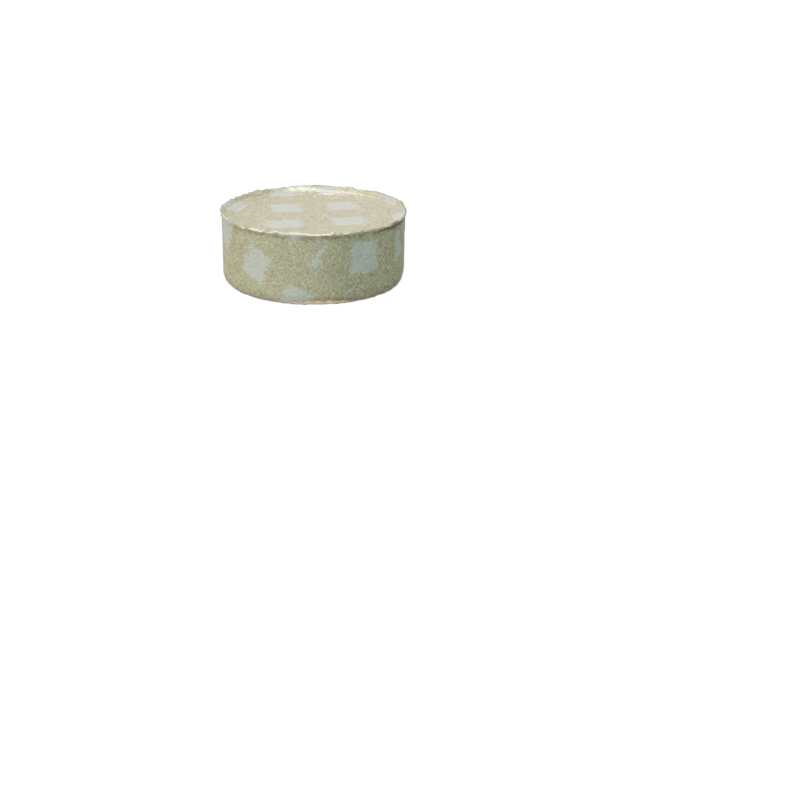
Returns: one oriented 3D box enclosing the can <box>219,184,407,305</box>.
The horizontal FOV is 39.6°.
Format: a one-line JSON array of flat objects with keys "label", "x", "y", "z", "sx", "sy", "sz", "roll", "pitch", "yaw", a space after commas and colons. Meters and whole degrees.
[{"label": "can", "x": -0.040, "y": -0.073, "z": 0.514, "sx": 0.086, "sy": 0.032, "sz": 0.090, "roll": -1, "pitch": 23, "yaw": -2}]
